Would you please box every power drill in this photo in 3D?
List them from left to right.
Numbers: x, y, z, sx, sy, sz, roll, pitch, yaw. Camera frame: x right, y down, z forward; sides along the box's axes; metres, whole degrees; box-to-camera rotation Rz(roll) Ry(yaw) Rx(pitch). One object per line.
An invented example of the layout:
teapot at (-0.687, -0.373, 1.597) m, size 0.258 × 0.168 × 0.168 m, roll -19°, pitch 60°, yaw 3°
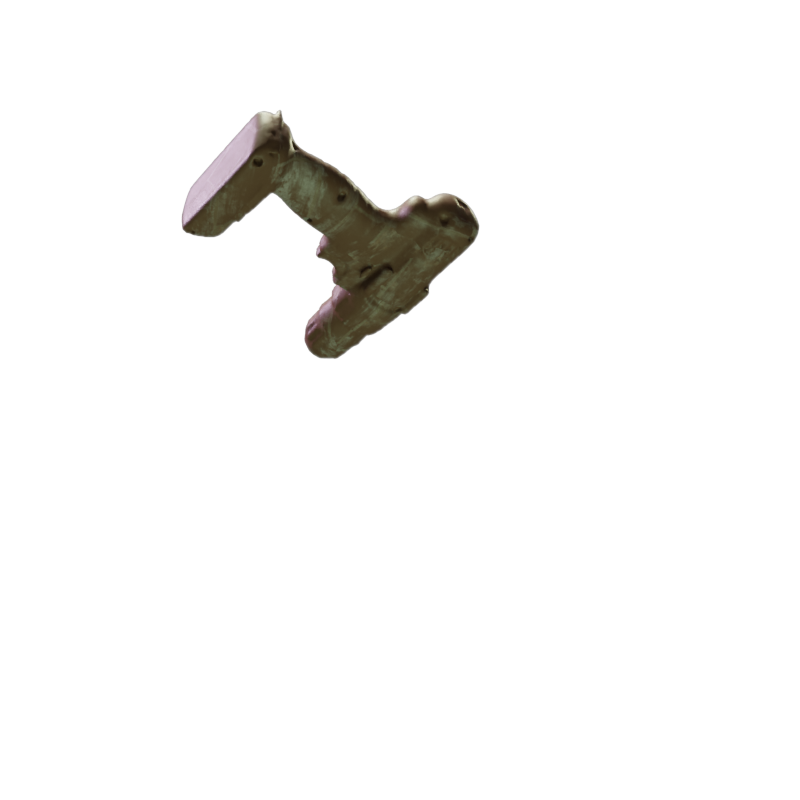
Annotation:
power drill at (-0.064, -0.118, 0.823) m, size 0.178 × 0.062 × 0.181 m, roll 29°, pitch -52°, yaw -26°
